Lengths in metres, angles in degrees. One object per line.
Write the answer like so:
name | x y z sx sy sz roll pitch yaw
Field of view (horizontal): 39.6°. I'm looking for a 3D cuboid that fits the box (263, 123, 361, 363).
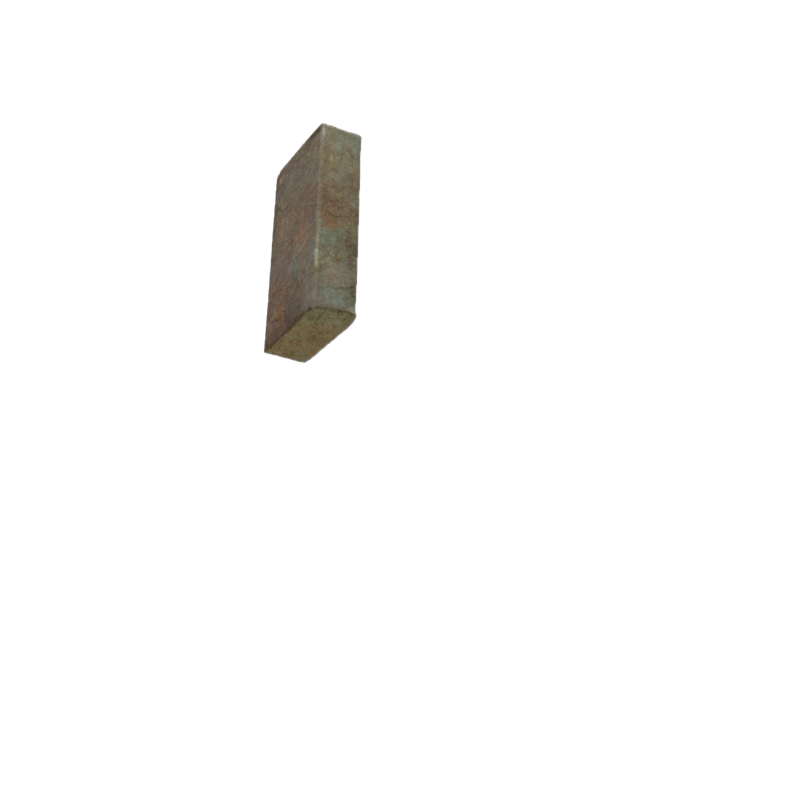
box | -0.072 -0.130 0.914 0.046 0.187 0.092 14 -32 -27
